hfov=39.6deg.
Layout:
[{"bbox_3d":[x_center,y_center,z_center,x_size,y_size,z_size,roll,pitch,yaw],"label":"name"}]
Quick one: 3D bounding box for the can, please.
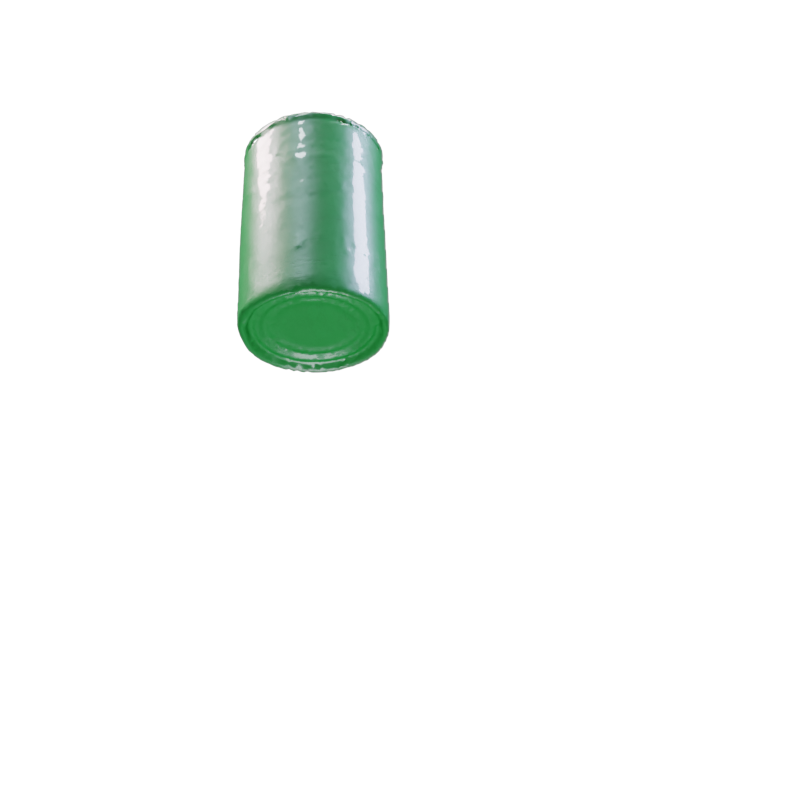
[{"bbox_3d":[-0.040,-0.073,0.511,0.068,0.109,0.064,-1,-35,-2],"label":"can"}]
